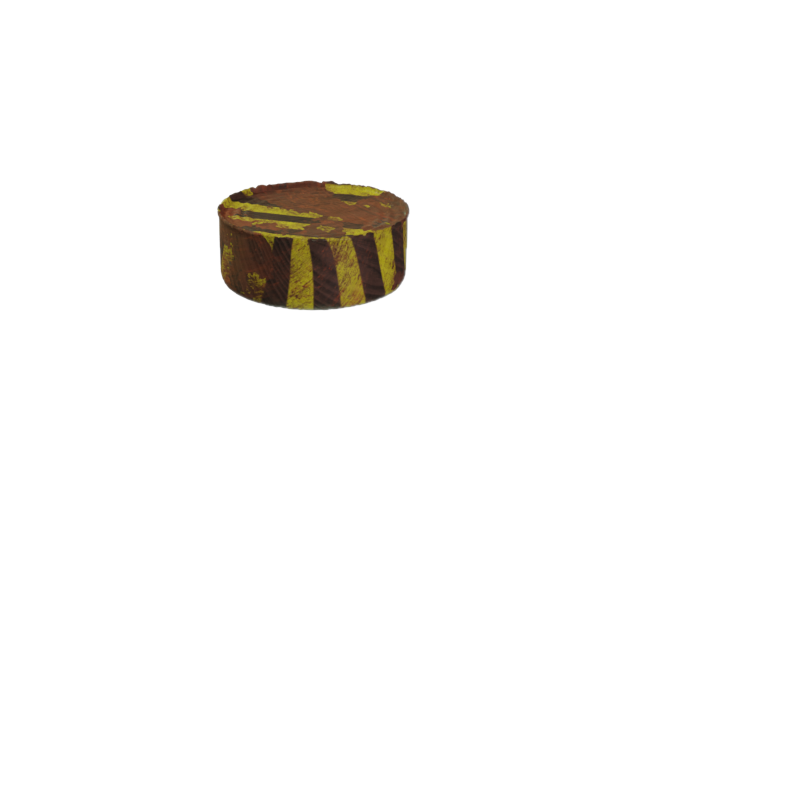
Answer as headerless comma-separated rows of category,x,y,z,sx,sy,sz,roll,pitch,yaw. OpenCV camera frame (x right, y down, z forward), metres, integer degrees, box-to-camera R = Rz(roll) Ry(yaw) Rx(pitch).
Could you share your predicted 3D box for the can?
can,-0.039,-0.071,0.500,0.086,0.032,0.090,-1,25,-2
